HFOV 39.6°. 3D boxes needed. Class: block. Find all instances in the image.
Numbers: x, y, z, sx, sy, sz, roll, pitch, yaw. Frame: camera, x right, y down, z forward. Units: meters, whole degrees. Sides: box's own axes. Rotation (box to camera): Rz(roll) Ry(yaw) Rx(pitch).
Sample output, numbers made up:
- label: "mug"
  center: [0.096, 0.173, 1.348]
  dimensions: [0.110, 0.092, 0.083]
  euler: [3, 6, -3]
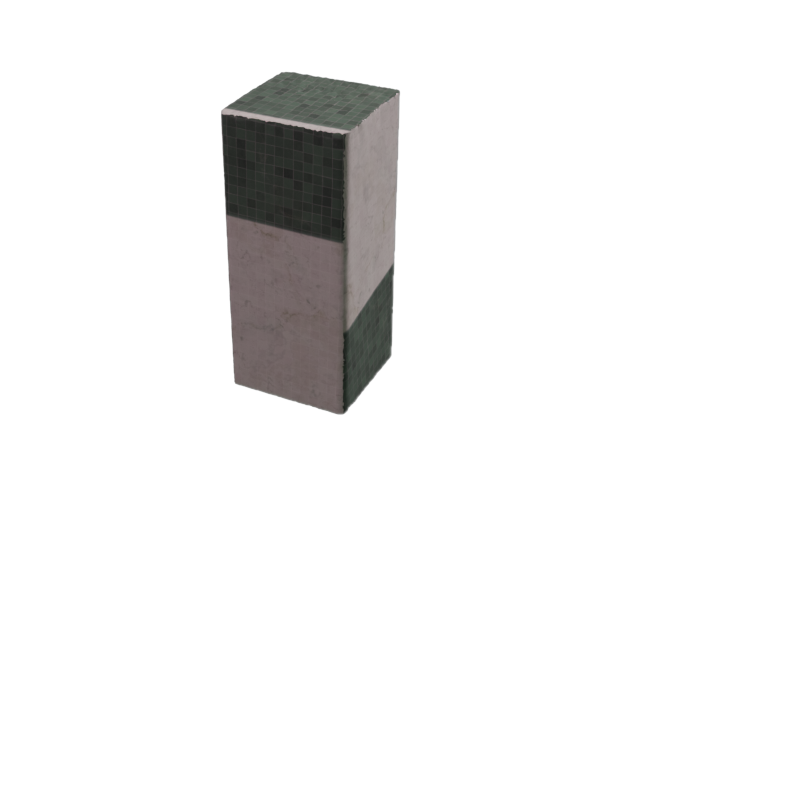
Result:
- label: "block"
  center: [-0.060, -0.108, 0.757]
  dimensions: [0.094, 0.194, 0.092]
  euler: [15, 33, 20]
